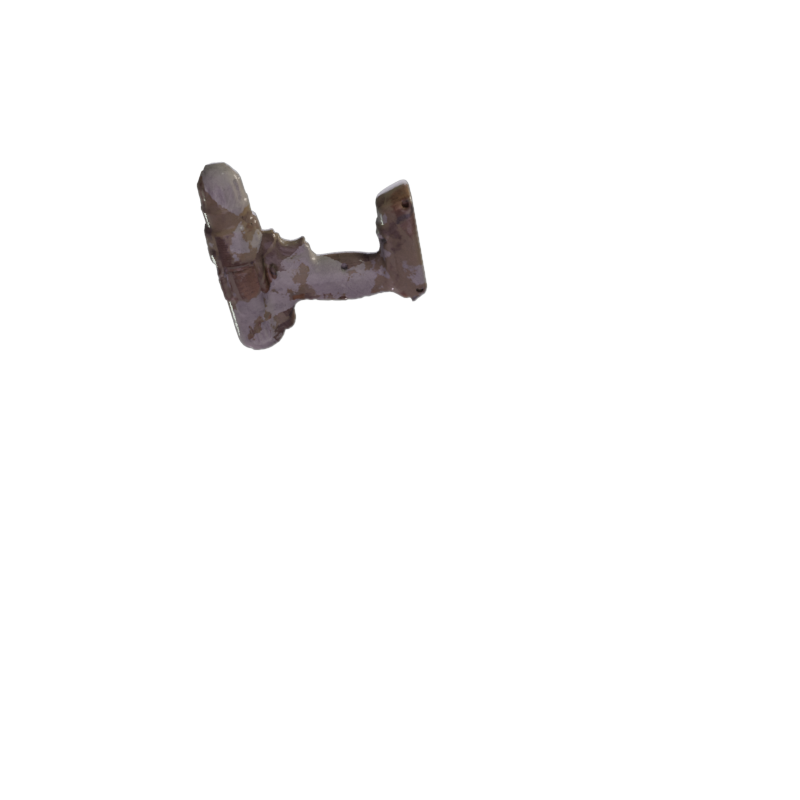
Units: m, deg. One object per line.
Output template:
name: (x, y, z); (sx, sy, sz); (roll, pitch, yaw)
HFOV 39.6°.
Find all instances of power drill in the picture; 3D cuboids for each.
power drill: (-0.078, -0.141, 0.991); (0.188, 0.173, 0.061); (-10, 30, 5)
